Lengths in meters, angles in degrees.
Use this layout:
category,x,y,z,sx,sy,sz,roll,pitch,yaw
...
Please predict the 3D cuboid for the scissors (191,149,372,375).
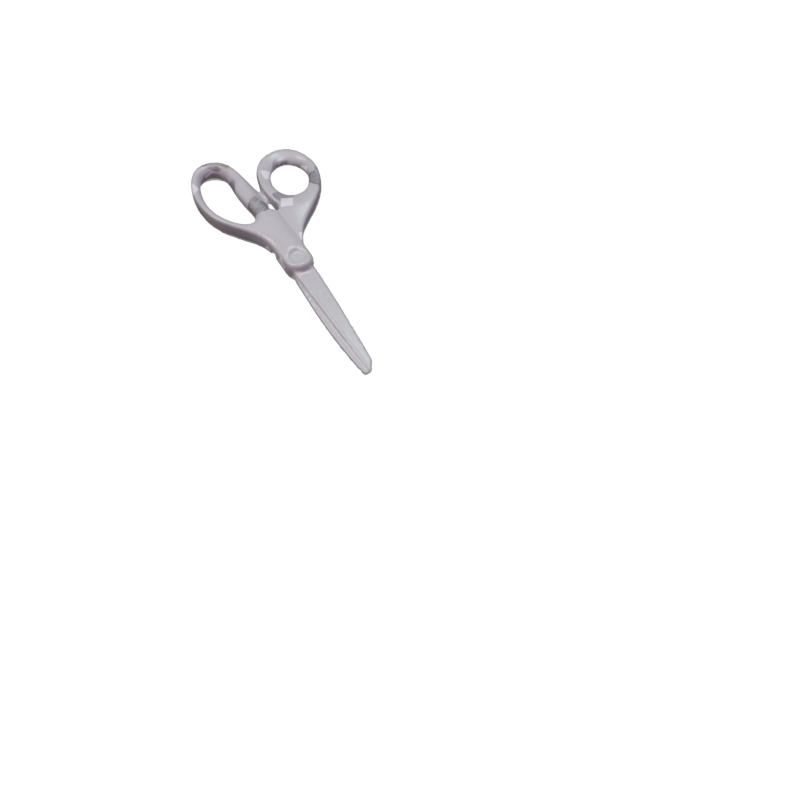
category,x,y,z,sx,sy,sz,roll,pitch,yaw
scissors,-0.056,-0.103,0.720,0.097,0.015,0.215,-35,58,-25
